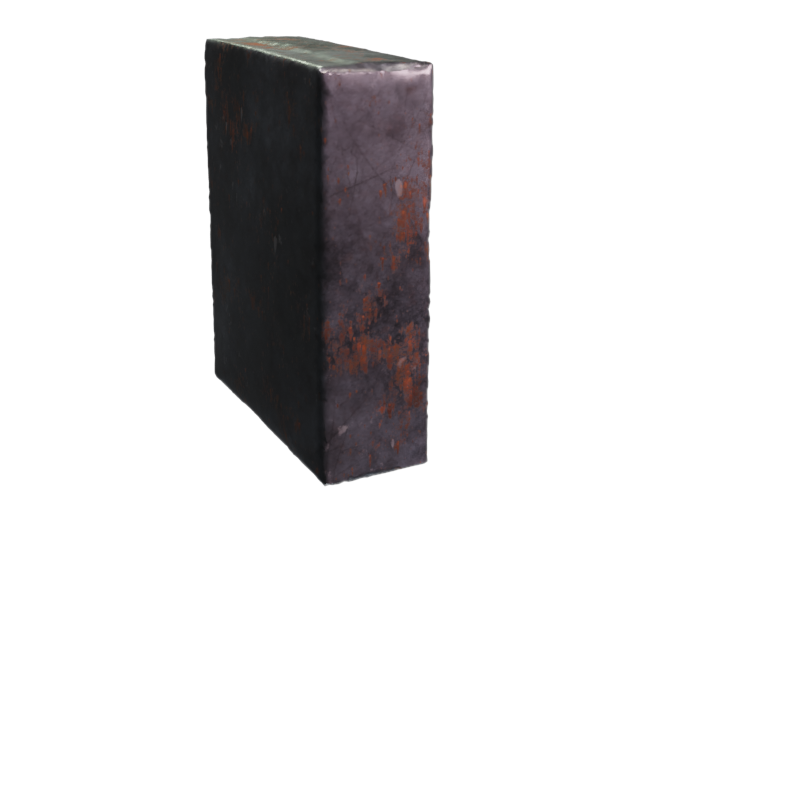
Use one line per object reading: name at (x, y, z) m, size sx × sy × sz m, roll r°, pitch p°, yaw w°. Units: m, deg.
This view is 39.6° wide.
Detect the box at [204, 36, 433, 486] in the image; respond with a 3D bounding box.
box at (-0.048, -0.088, 0.615) m, size 0.070 × 0.206 × 0.175 m, roll -7°, pitch 21°, yaw -26°
